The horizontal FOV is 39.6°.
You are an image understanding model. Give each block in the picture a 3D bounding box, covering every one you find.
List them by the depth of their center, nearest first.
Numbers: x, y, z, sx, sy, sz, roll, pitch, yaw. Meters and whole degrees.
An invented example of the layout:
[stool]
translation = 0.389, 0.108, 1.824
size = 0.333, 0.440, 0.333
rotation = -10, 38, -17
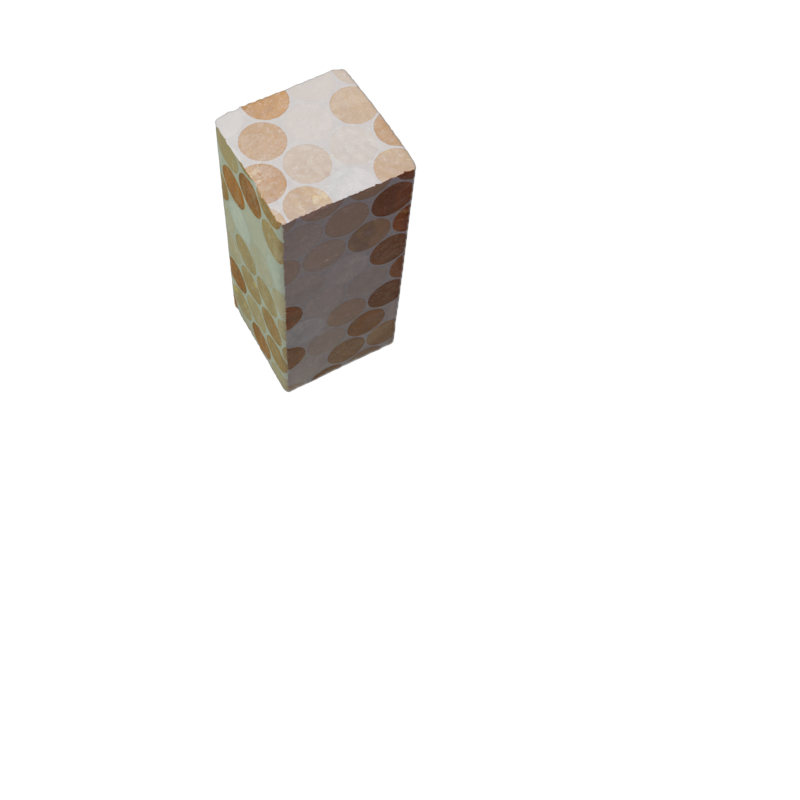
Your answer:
[block]
translation = -0.057, -0.104, 0.724
size = 0.090, 0.096, 0.194
rotation = -25, -24, -16
